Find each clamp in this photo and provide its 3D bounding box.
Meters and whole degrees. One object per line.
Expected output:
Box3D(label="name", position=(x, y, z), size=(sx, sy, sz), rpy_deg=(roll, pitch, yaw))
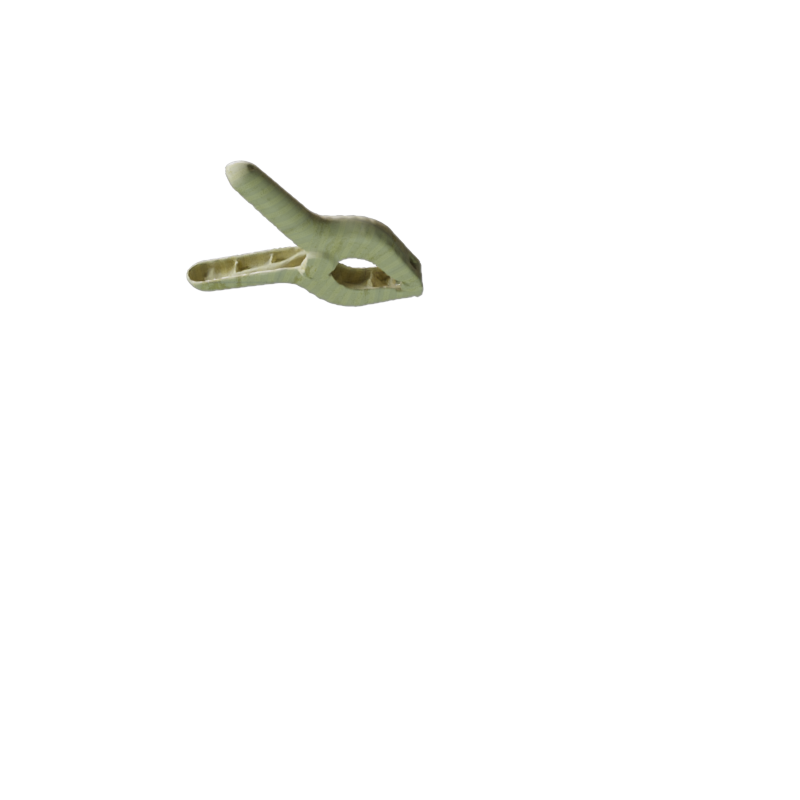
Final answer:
Box3D(label="clamp", position=(-0.062, -0.113, 0.789), size=(0.169, 0.042, 0.114), rpy_deg=(6, -36, -9))
